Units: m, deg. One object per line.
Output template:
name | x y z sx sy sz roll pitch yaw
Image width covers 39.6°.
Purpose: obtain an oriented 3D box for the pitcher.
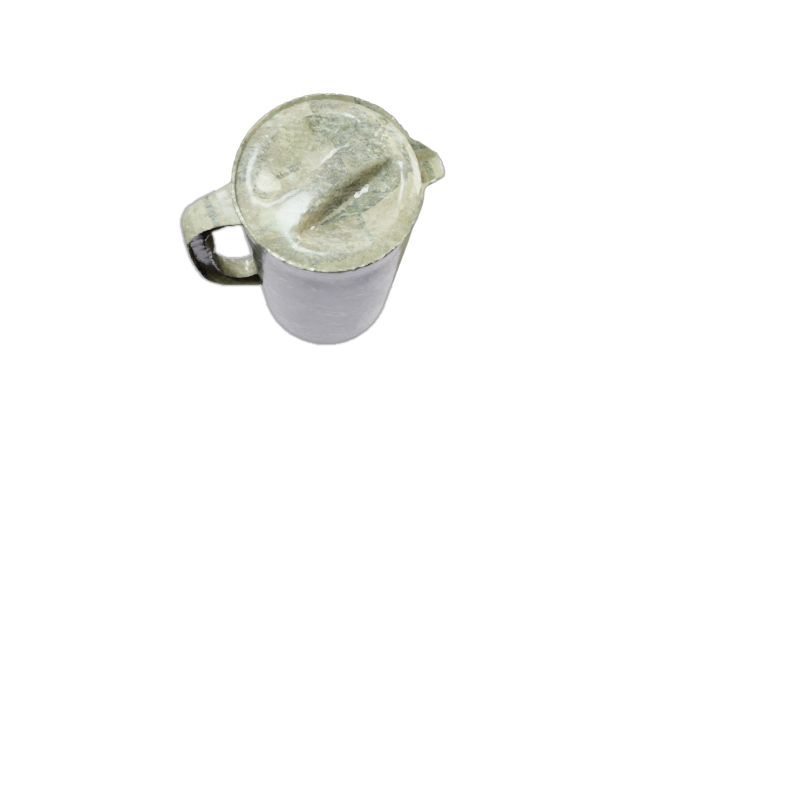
pitcher | -0.067 -0.123 0.860 0.152 0.148 0.233 29 -15 5
